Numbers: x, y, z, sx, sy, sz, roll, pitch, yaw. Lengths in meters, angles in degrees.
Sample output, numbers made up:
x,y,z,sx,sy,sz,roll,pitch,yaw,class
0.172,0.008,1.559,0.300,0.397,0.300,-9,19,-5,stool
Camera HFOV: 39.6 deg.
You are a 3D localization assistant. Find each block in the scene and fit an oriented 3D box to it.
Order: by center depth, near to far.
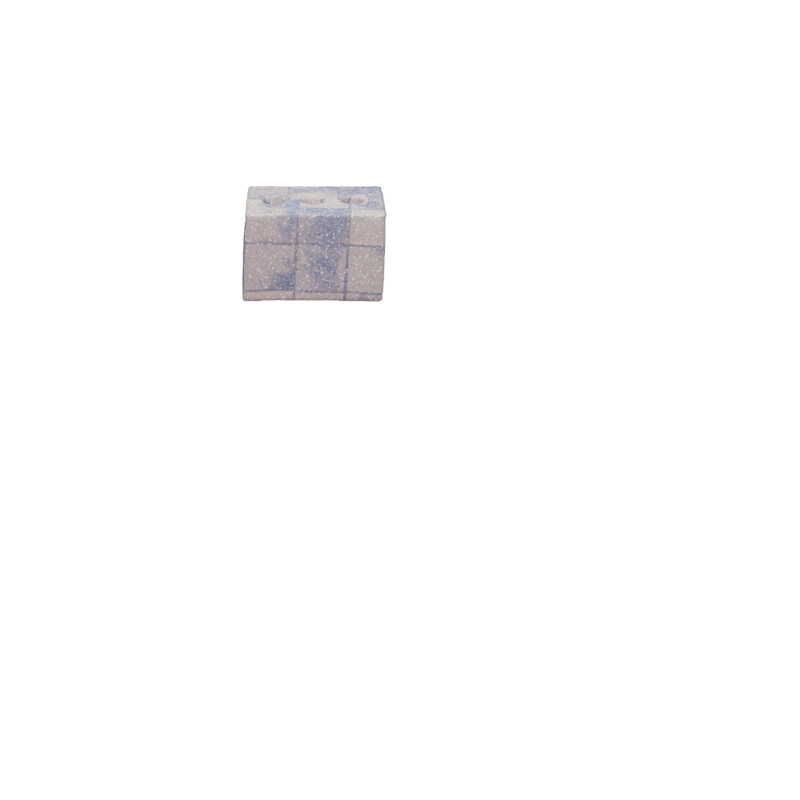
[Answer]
x,y,z,sx,sy,sz,roll,pitch,yaw,class
-0.049,-0.088,0.620,0.078,0.049,0.056,0,26,-2,block
